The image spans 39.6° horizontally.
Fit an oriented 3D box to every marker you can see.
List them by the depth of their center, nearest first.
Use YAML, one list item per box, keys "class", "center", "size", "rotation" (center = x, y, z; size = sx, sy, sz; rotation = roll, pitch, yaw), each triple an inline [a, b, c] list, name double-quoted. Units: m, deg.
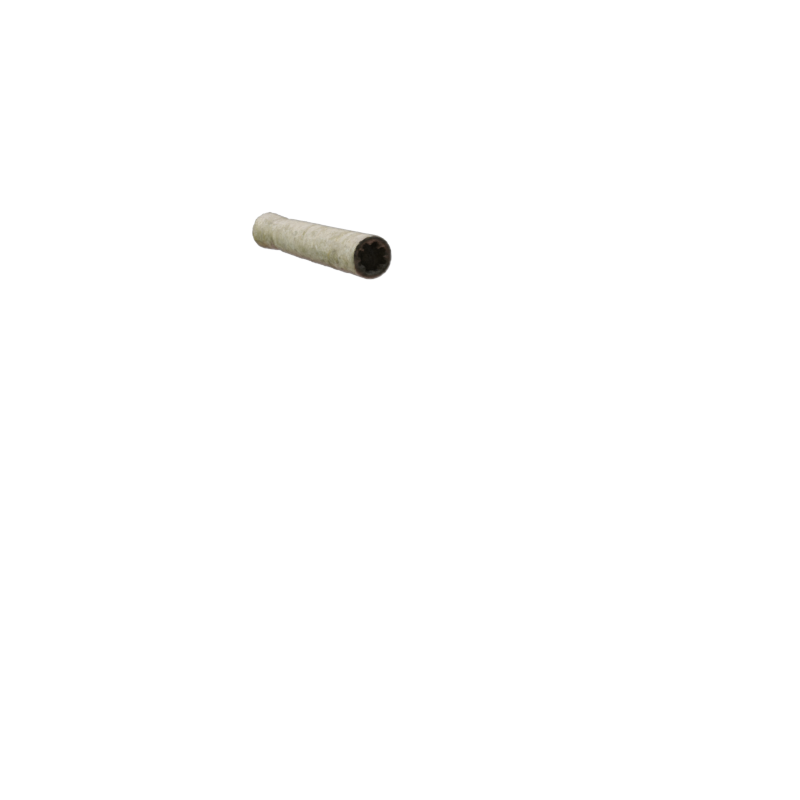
- class: "marker"
  center: [-0.040, -0.073, 0.515]
  size: [0.019, 0.019, 0.127]
  rotation: [-2, 14, -27]
